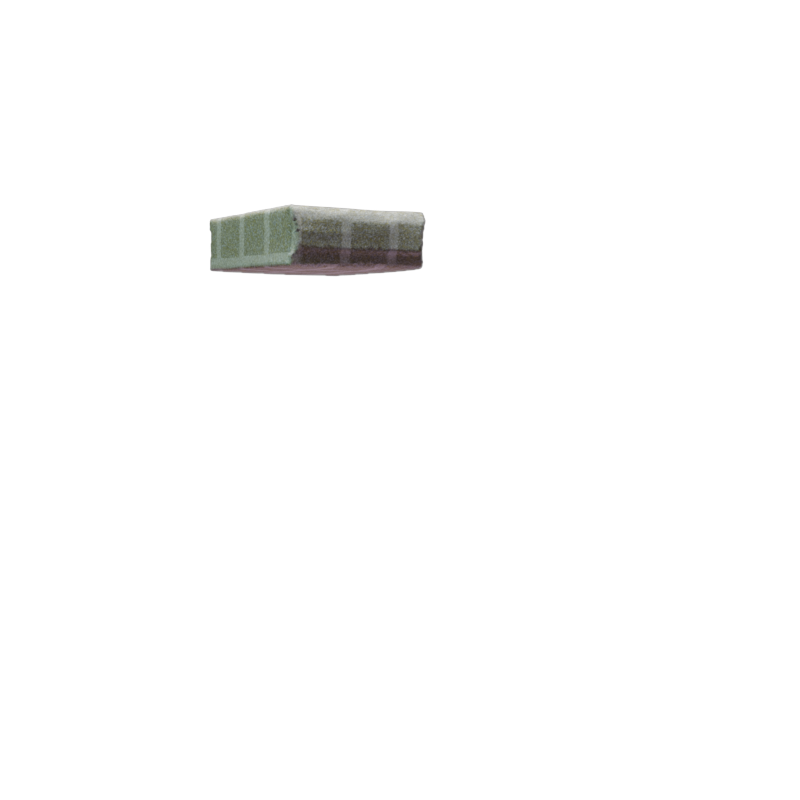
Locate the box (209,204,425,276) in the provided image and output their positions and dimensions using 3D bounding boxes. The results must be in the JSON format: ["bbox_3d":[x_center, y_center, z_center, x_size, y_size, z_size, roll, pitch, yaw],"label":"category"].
[{"bbox_3d":[-0.042,-0.077,0.540,0.071,0.030,0.092,-2,3,-31],"label":"box"}]
